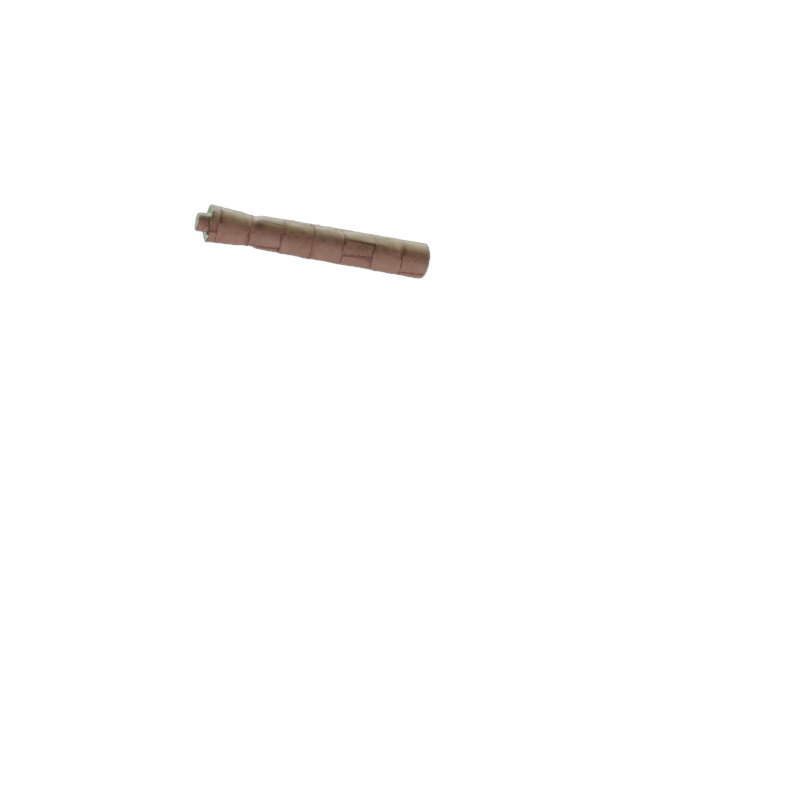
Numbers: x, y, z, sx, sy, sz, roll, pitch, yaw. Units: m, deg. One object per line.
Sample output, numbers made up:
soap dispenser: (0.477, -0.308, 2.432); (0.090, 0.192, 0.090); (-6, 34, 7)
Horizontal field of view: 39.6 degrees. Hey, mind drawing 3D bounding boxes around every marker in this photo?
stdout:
marker: (-0.044, -0.080, 0.558); (0.118, 0.020, 0.020); (8, 1, -17)
